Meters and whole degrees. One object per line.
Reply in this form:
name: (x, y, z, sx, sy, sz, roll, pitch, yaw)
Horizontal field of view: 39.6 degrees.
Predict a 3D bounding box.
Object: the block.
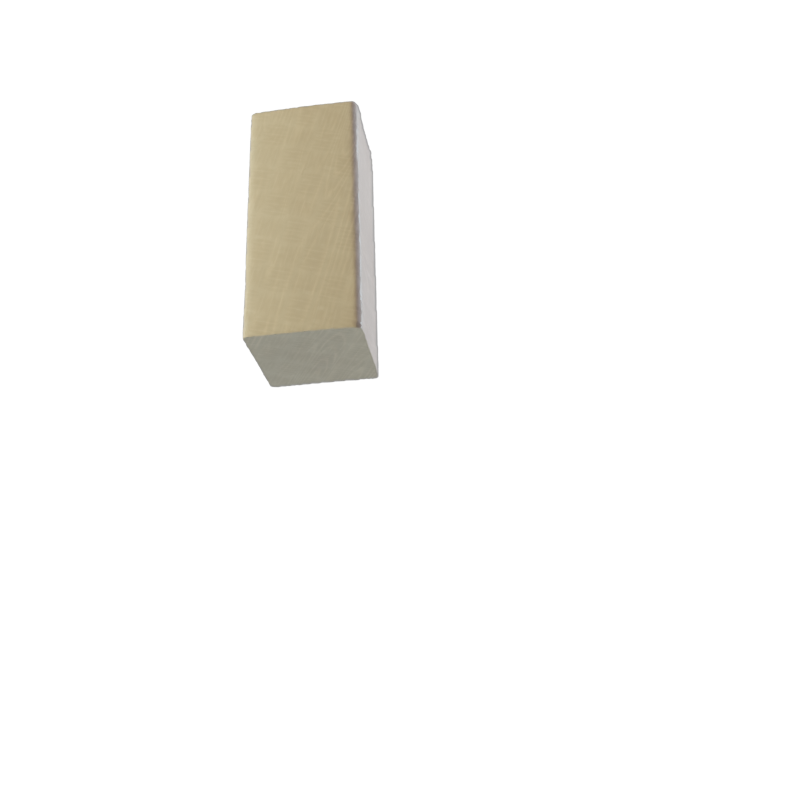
block: (-0.069, -0.126, 0.884, 0.091, 0.219, 0.084, -6, -29, 7)
